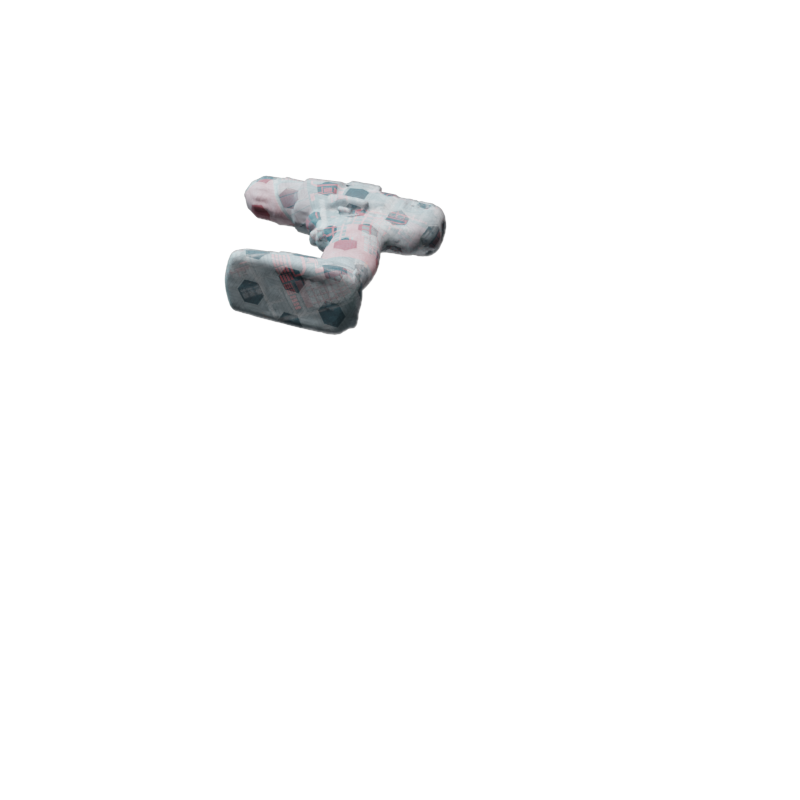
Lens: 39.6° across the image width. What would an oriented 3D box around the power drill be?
[{"bbox_3d":[-0.072,-0.131,0.915,0.190,0.054,0.193,11,34,17],"label":"power drill"}]
